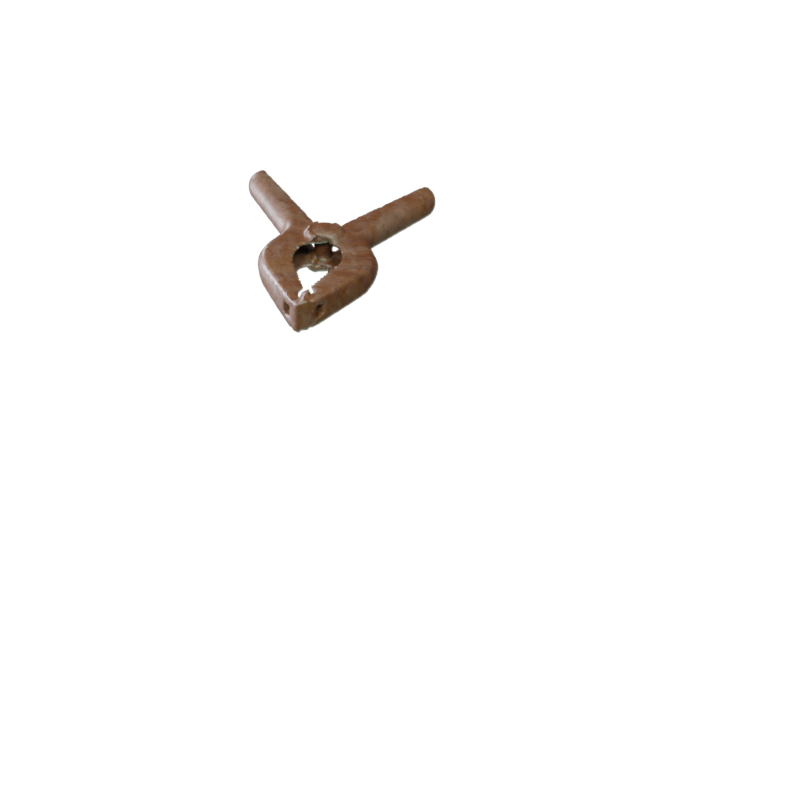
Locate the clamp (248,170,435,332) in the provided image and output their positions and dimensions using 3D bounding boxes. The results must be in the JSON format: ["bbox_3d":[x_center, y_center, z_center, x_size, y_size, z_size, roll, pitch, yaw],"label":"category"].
[{"bbox_3d":[-0.071,-0.130,0.907,0.168,0.034,0.220,9,38,12],"label":"clamp"}]
